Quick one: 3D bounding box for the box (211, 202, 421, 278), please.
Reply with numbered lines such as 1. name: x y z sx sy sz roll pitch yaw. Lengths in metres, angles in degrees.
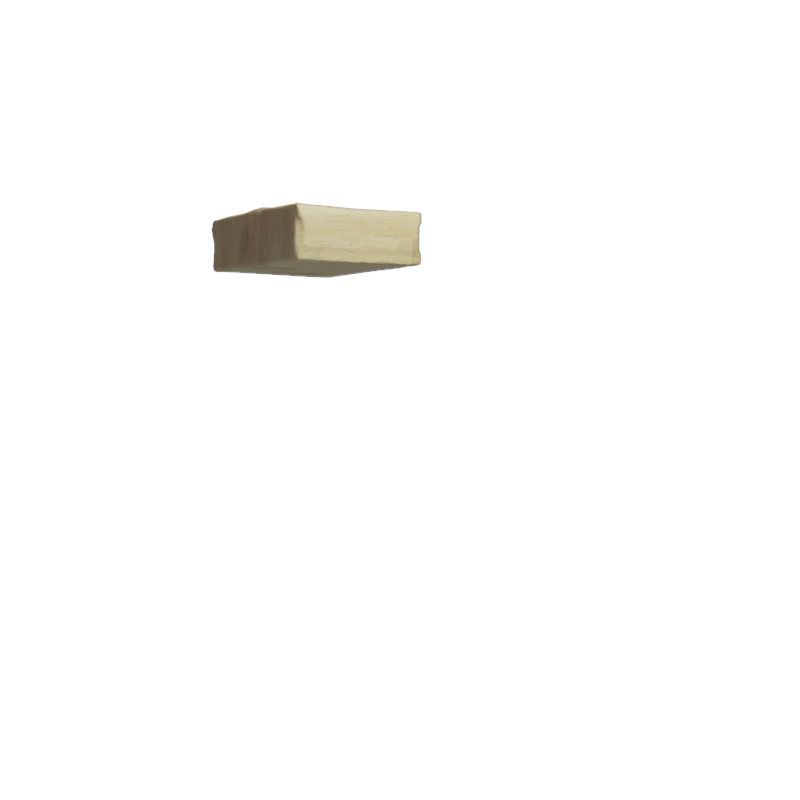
1. box: -0.044 -0.081 0.564 0.070 0.030 0.092 -1 2 -34
